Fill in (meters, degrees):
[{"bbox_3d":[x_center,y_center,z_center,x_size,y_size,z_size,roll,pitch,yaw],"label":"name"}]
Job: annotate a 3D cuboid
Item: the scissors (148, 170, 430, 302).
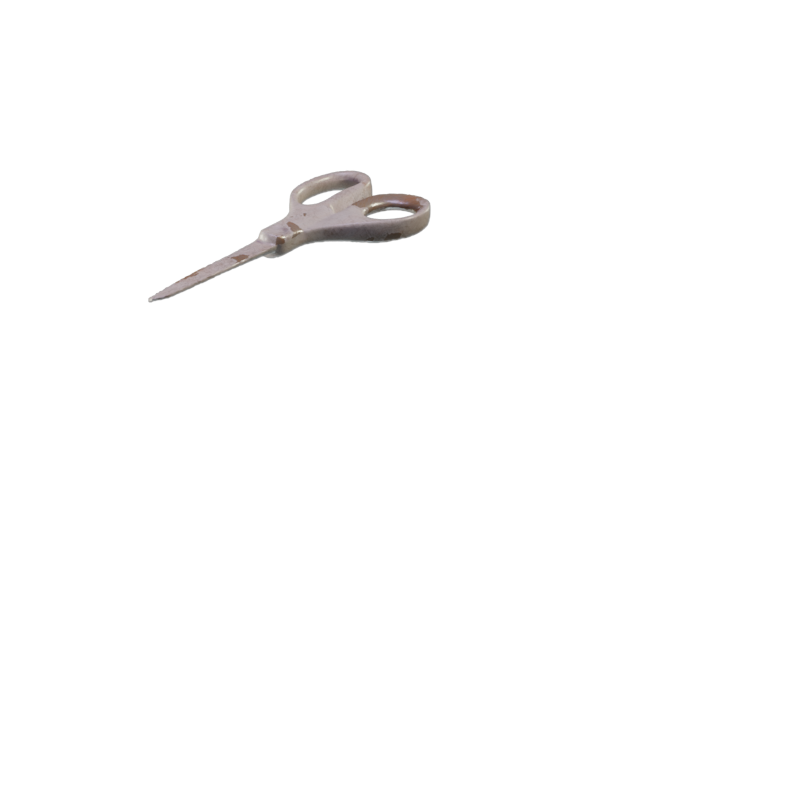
[{"bbox_3d":[-0.049,-0.089,0.626,0.099,0.015,0.207,11,32,17],"label":"scissors"}]
